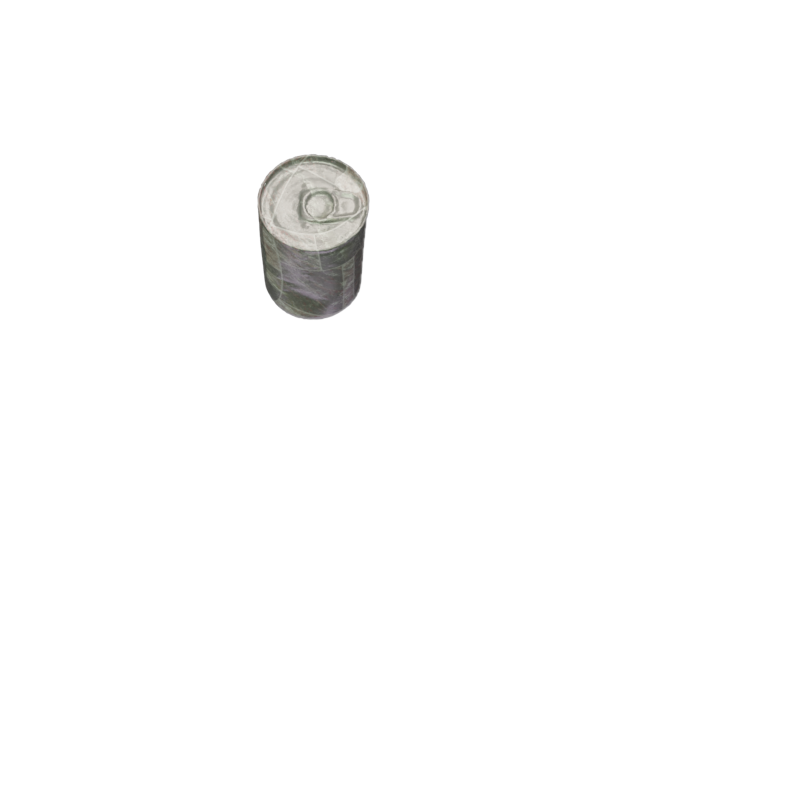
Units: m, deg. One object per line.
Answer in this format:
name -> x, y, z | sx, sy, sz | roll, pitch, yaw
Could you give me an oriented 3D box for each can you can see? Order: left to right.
can -> -0.056, -0.102, 0.712 | 0.068, 0.073, 0.097 | 0, -24, -3
